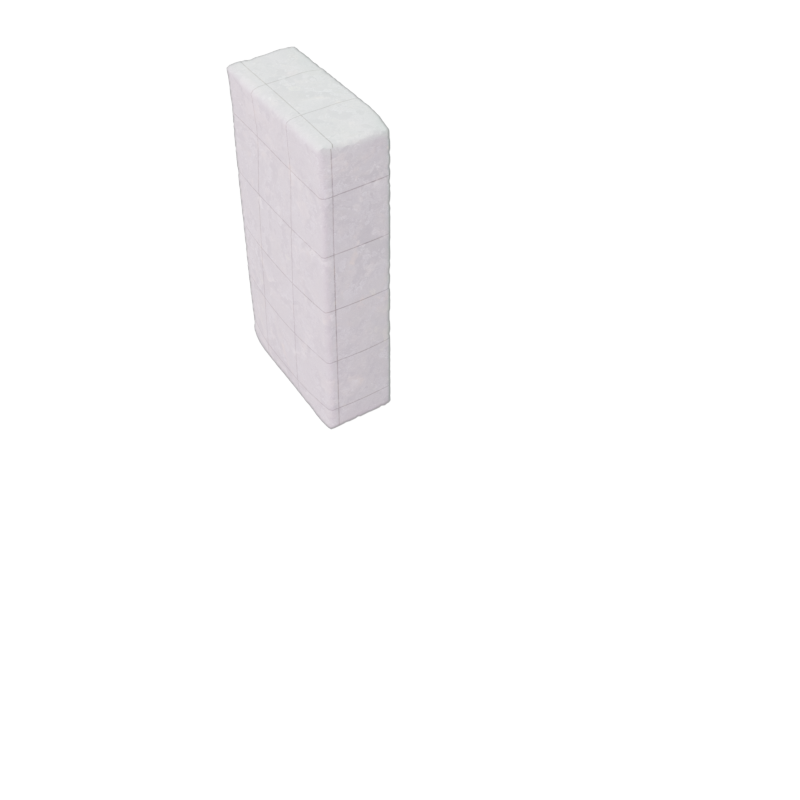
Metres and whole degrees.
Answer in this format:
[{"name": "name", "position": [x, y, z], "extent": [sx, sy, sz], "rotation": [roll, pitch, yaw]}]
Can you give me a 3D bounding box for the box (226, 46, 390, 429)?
[{"name": "box", "position": [-0.044, -0.081, 0.566], "extent": [0.047, 0.164, 0.101], "rotation": [-19, 46, -25]}]
